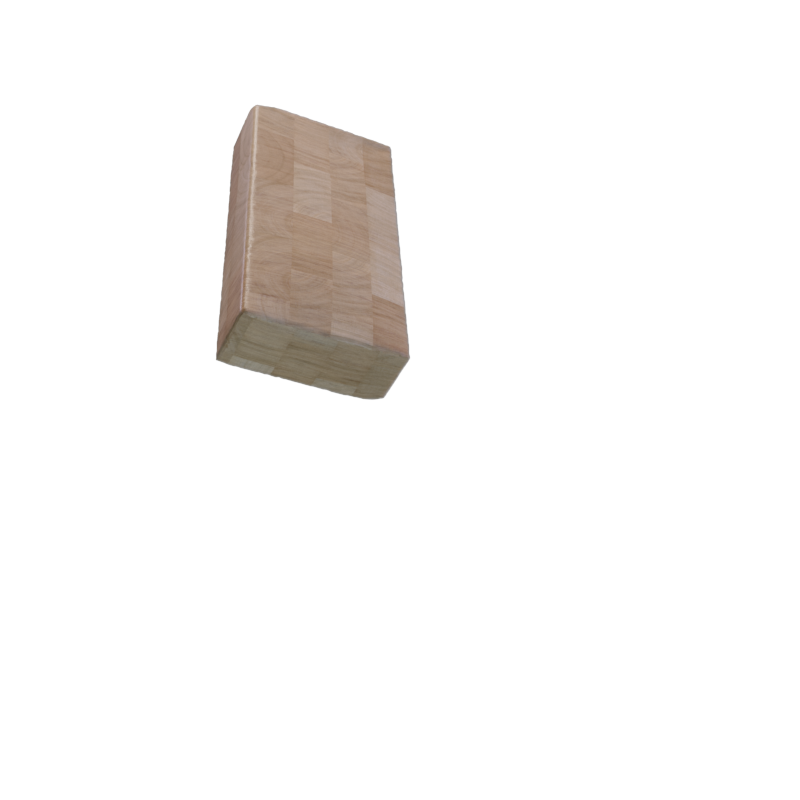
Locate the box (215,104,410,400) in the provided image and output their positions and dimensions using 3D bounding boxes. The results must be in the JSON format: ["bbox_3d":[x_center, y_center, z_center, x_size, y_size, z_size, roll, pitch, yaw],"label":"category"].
[{"bbox_3d":[-0.048,-0.088,0.615,0.090,0.189,0.046,14,-44,-19],"label":"box"}]
